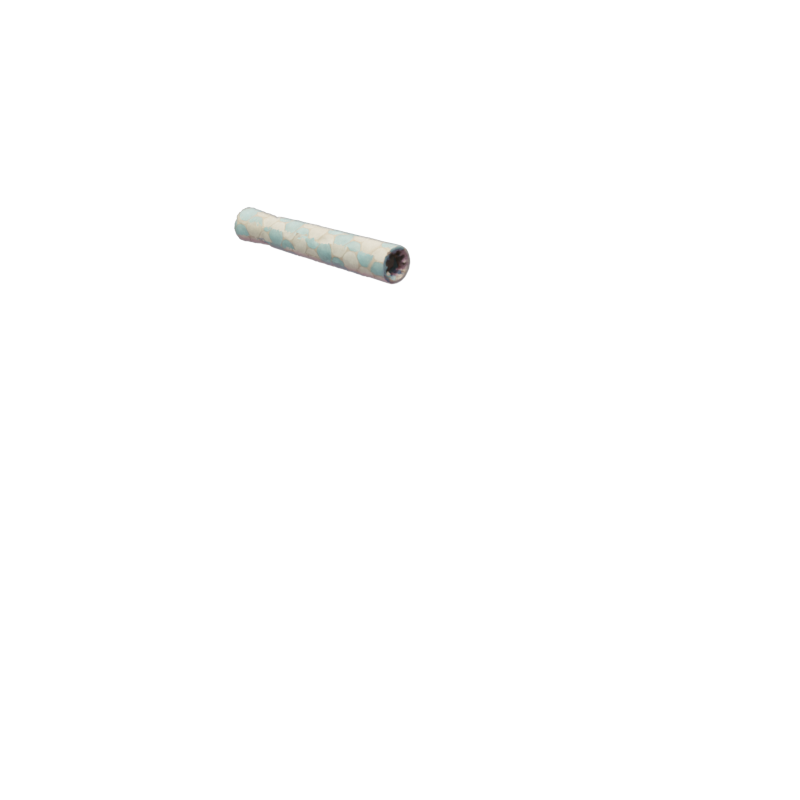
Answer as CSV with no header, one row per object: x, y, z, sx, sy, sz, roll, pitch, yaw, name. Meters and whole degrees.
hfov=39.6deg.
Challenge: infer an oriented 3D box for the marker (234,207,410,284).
-0.044,-0.080,0.563,0.019,0.019,0.128,-4,18,-43,marker
